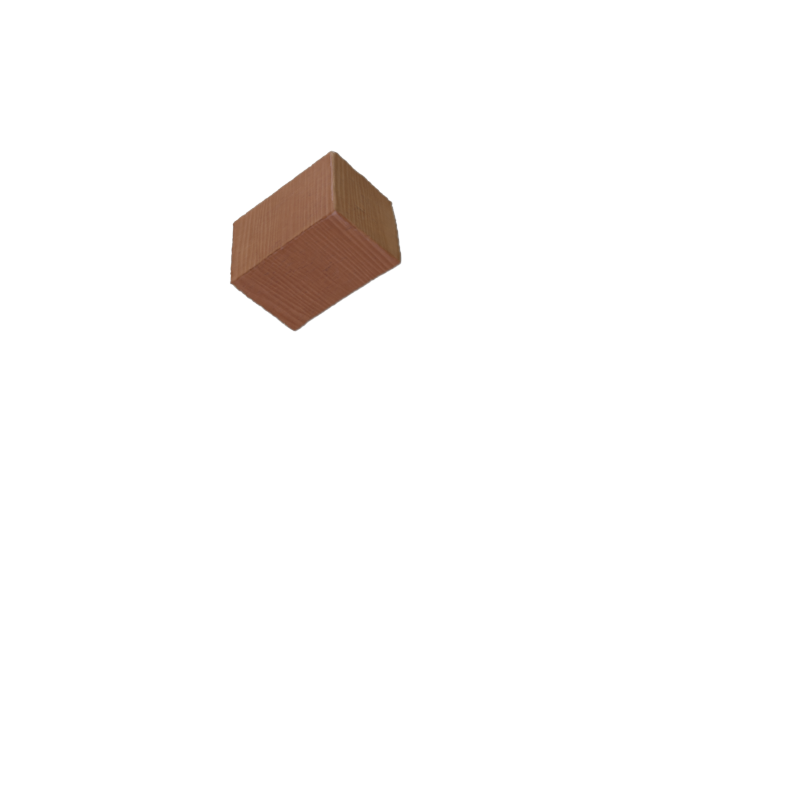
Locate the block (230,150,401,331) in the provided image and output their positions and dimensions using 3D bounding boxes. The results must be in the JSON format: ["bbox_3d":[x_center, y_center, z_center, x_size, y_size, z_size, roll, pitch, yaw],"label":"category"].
[{"bbox_3d":[-0.047,-0.085,0.594,0.078,0.055,0.049,-30,-50,27],"label":"block"}]
